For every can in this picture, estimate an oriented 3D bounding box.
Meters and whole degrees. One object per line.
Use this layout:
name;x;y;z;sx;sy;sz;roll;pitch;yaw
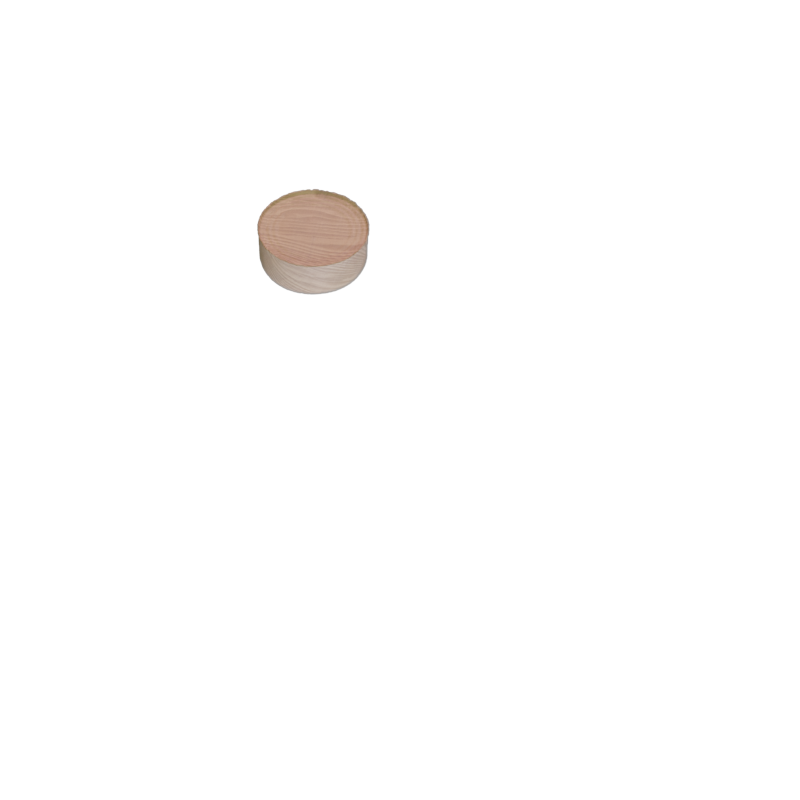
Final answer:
can;-0.067;-0.122;0.856;0.086;0.092;0.031;-1;-42;-1
